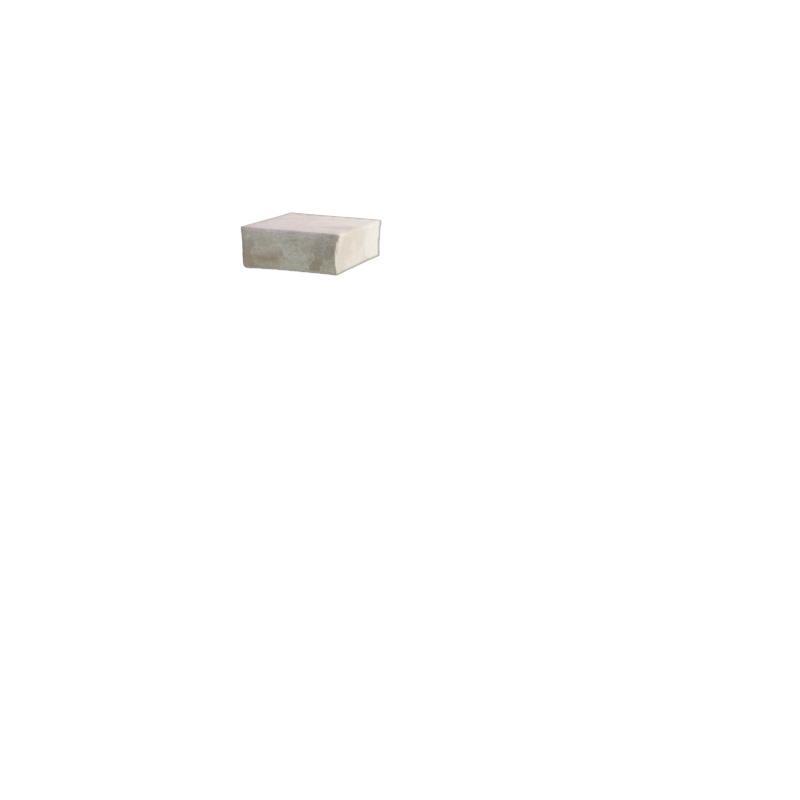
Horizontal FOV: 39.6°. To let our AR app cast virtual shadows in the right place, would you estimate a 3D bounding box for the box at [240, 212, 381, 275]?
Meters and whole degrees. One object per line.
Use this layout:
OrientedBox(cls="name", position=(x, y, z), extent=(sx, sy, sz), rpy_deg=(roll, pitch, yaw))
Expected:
OrientedBox(cls="box", position=(-0.076, -0.138, 0.965), extent=(0.092, 0.038, 0.114), rpy_deg=(6, 18, 18))
